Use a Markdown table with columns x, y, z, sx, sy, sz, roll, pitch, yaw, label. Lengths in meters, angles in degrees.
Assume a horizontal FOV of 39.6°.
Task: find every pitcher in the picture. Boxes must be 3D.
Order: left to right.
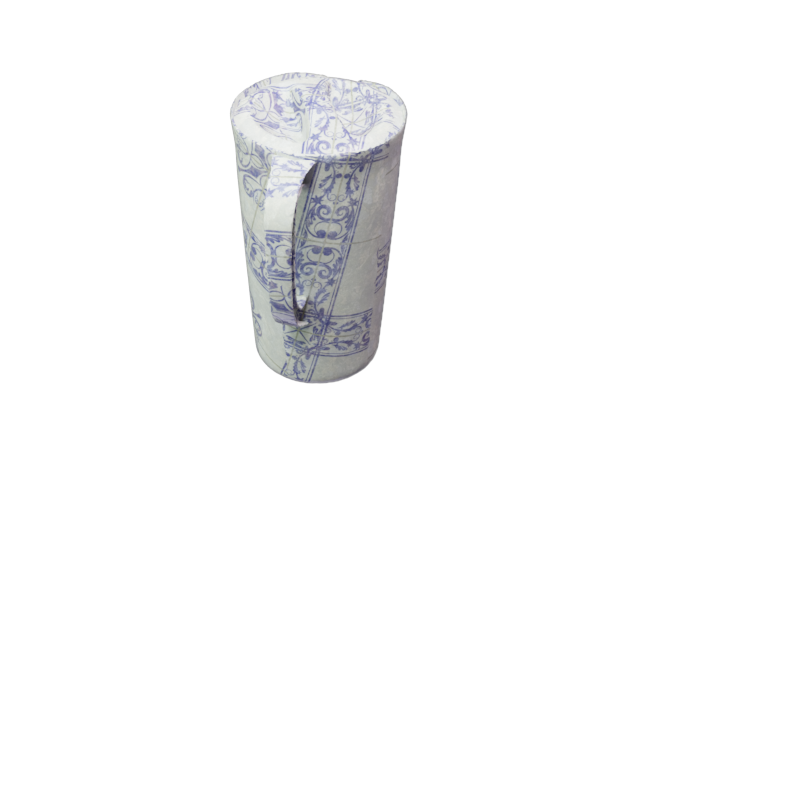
| x | y | z | sx | sy | sz | roll | pitch | yaw | label |
| --- | --- | --- | --- | --- | --- | --- | --- | --- | --- |
| -0.070 | -0.127 | 0.891 | 0.148 | 0.227 | 0.156 | -20 | 44 | -26 | pitcher |
